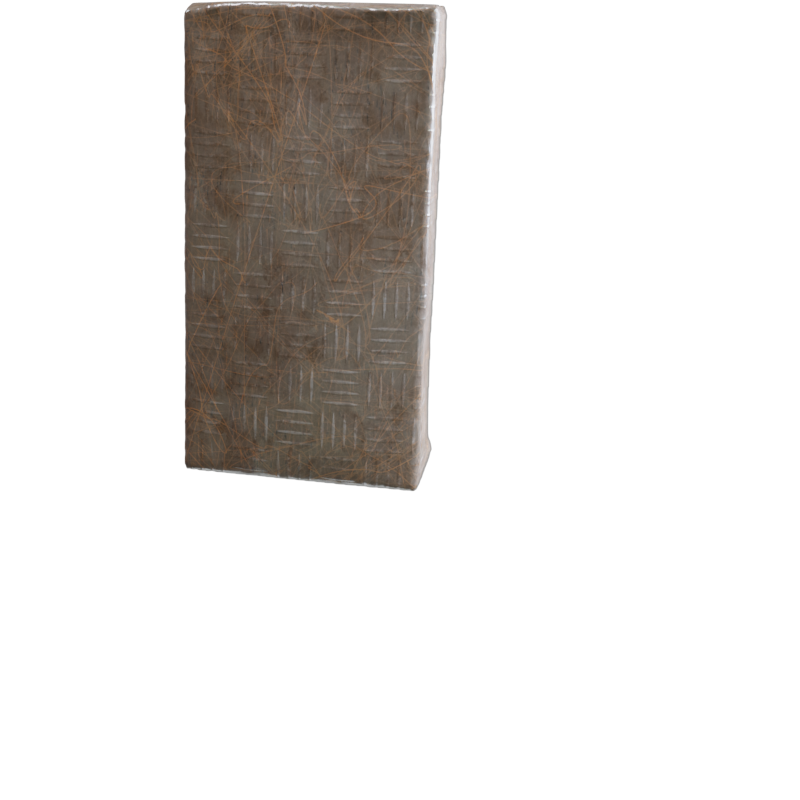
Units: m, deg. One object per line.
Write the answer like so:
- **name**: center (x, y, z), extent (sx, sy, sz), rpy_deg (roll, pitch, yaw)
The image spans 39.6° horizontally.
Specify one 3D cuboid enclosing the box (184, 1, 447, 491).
- **box**: center (-0.033, -0.059, 0.416), extent (0.095, 0.170, 0.049), rpy_deg (4, 15, 9)
